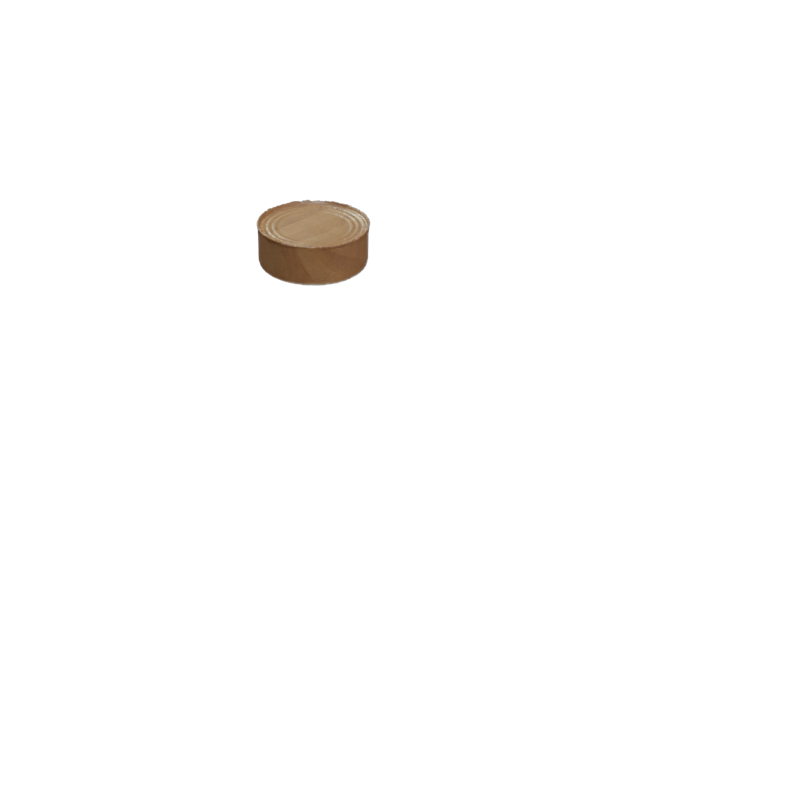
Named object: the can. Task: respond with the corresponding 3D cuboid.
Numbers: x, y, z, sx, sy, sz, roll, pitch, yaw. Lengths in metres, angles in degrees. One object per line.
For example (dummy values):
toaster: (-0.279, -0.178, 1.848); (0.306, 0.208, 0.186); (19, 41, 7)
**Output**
can: (-0.066, -0.121, 0.845); (0.086, 0.032, 0.091); (-1, 31, -2)
